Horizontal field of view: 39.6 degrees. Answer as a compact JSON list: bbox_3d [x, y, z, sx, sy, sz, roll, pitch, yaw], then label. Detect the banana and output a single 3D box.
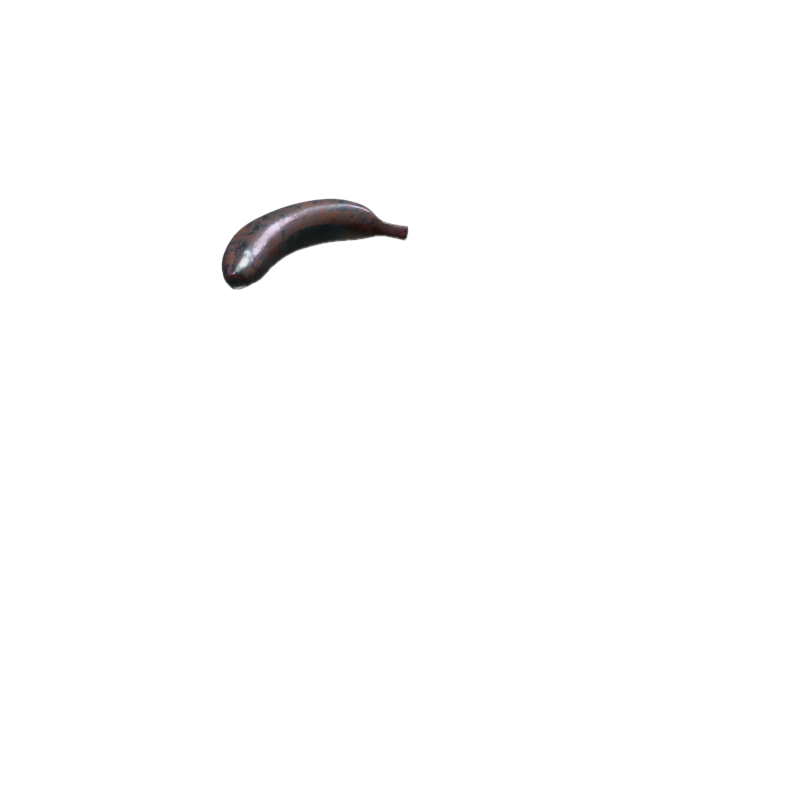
[{"bbox_3d":[-0.078,-0.126,0.850,0.073,0.035,0.196,18,29,35],"label":"banana"}]
